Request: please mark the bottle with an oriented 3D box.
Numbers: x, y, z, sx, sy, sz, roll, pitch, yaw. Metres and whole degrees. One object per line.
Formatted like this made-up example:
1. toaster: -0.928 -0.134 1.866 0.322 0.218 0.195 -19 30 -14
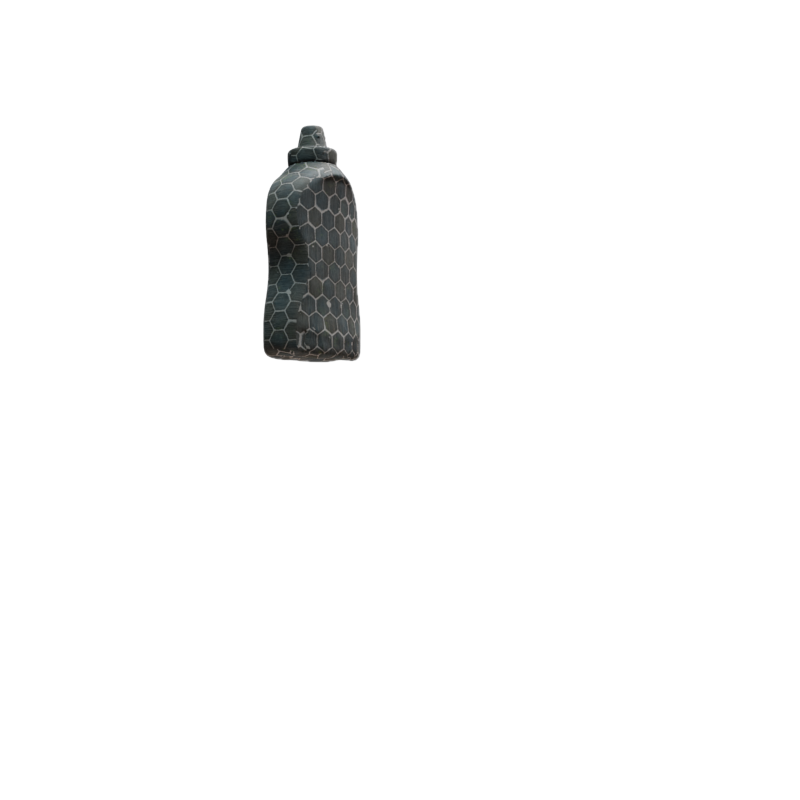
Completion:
1. bottle: -0.071 -0.129 0.902 0.060 0.196 0.091 -7 -10 35
